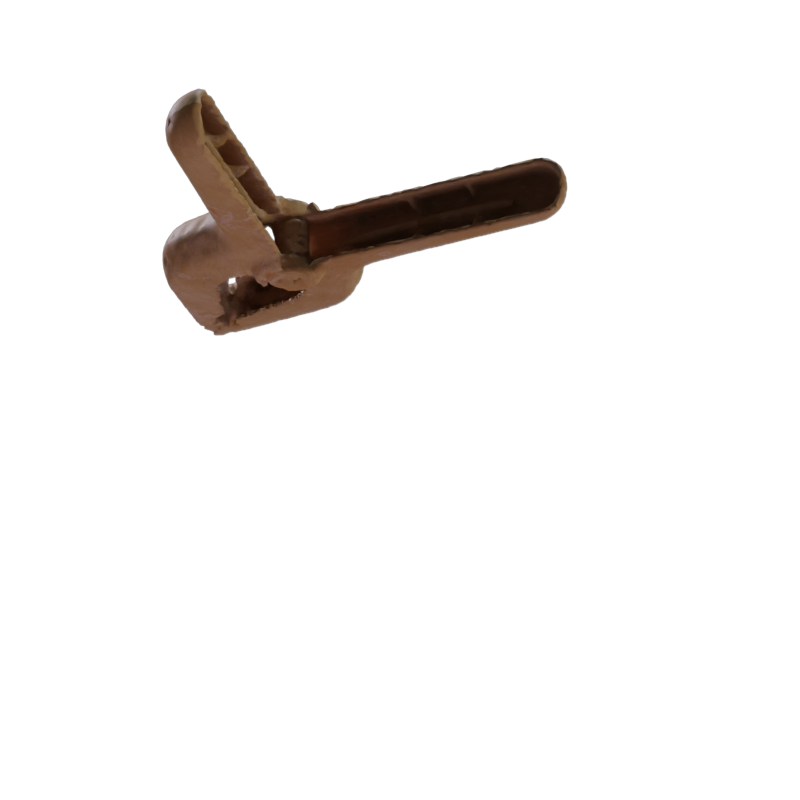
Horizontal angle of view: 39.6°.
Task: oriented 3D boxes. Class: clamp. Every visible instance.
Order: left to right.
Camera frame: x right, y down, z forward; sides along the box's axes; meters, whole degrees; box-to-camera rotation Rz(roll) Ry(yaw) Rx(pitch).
[{"bbox_3d":[-0.039,-0.070,0.493,0.160,0.038,0.206,5,-16,-19],"label":"clamp"}]
